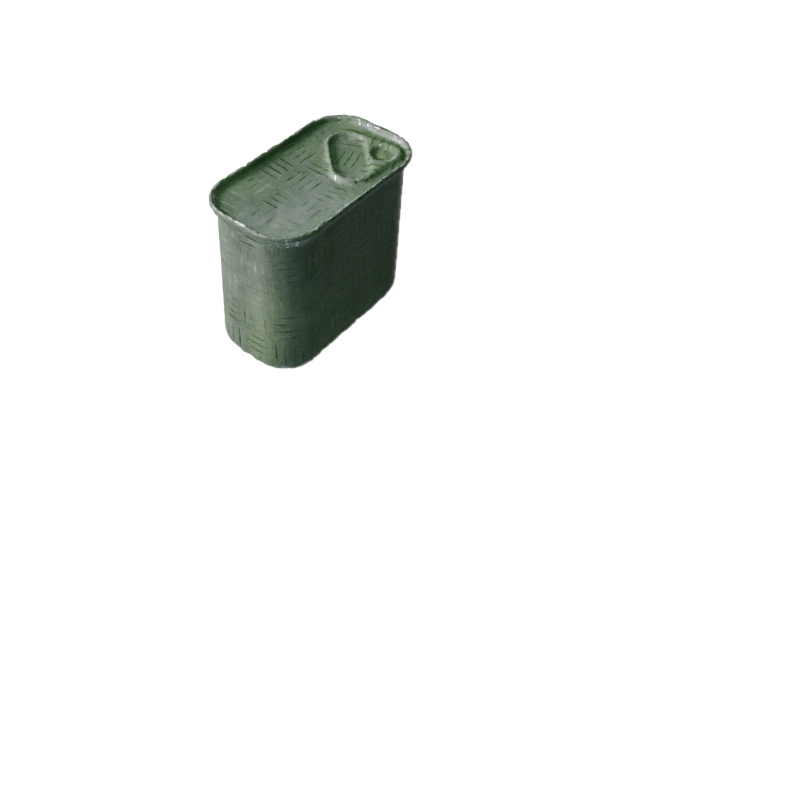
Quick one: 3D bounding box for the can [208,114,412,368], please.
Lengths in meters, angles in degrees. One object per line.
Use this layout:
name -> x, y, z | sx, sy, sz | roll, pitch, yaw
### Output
can -> -0.042, -0.077, 0.537 | 0.061, 0.078, 0.103 | 28, 49, 25
